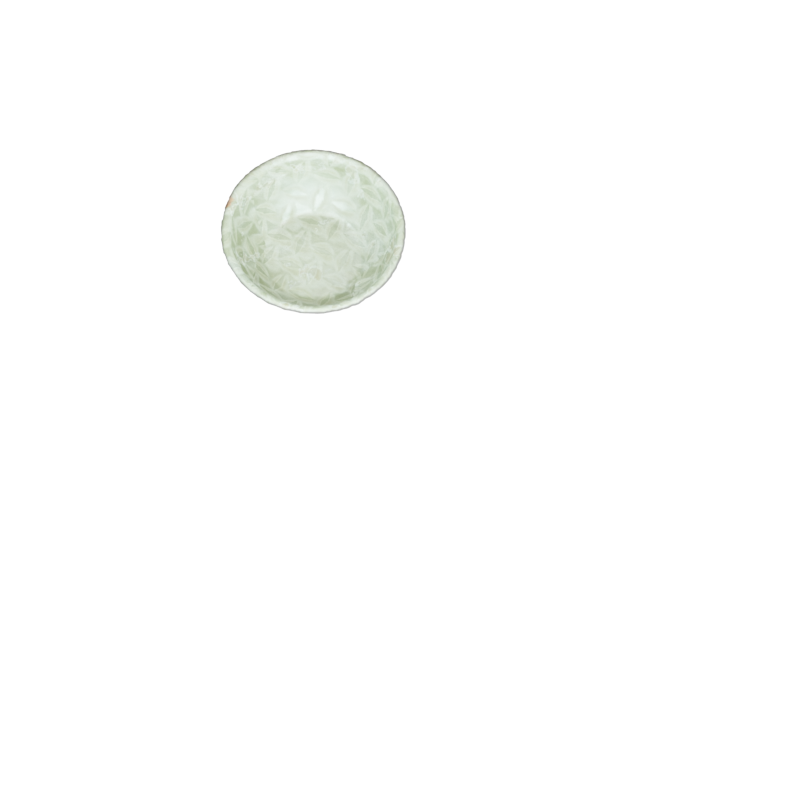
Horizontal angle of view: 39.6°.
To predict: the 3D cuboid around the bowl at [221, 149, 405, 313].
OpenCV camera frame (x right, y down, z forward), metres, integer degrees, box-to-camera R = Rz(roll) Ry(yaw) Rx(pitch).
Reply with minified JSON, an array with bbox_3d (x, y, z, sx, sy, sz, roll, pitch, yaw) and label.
[{"bbox_3d":[-0.077,-0.141,0.988,0.162,0.172,0.052,-1,-25,-1],"label":"bowl"}]
